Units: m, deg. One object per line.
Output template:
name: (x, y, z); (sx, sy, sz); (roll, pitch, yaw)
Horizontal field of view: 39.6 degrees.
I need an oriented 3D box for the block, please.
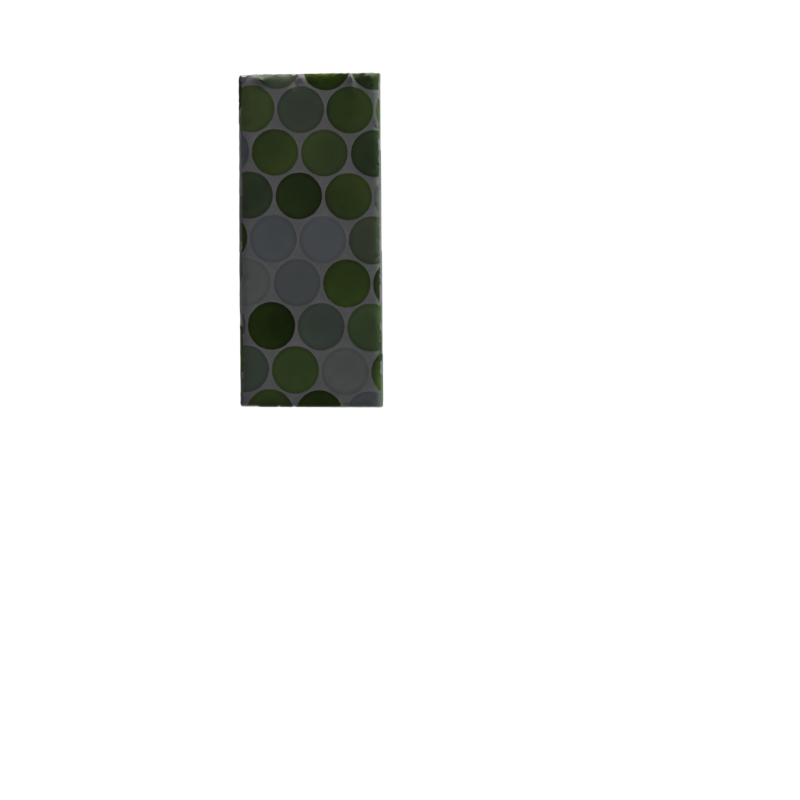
block: (-0.057, -0.104, 0.725); (0.091, 0.207, 0.090); (0, -1, 1)
